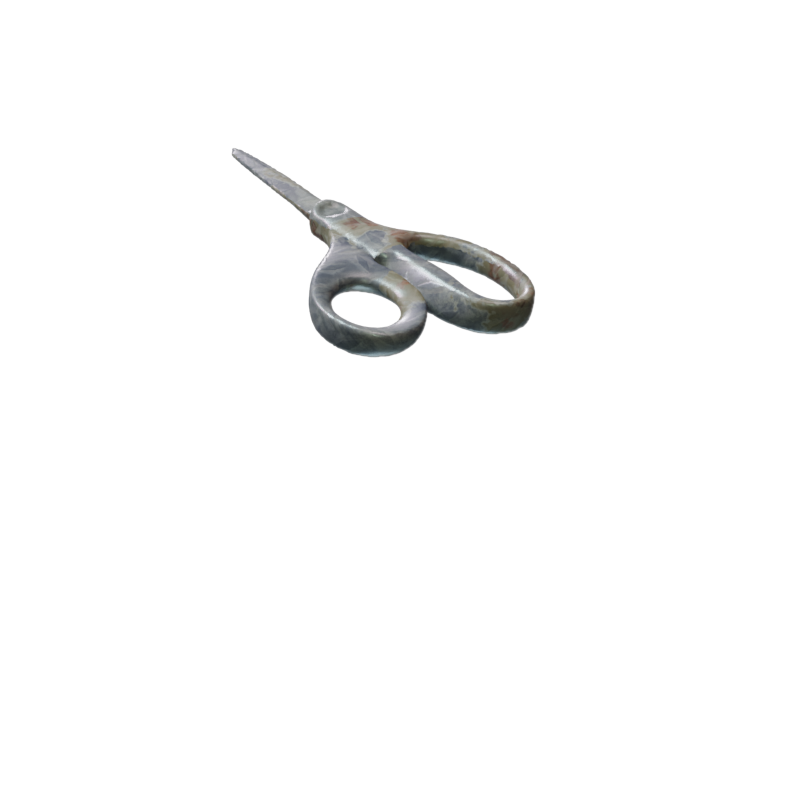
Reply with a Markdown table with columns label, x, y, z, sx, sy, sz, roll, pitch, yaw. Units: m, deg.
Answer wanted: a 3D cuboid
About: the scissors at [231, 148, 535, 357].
| label | x | y | z | sx | sy | sz | roll | pitch | yaw |
| --- | --- | --- | --- | --- | --- | --- | --- | --- | --- |
| scissors | -0.038 | -0.068 | 0.479 | 0.215 | 0.015 | 0.096 | 27 | 42 | 35 |
